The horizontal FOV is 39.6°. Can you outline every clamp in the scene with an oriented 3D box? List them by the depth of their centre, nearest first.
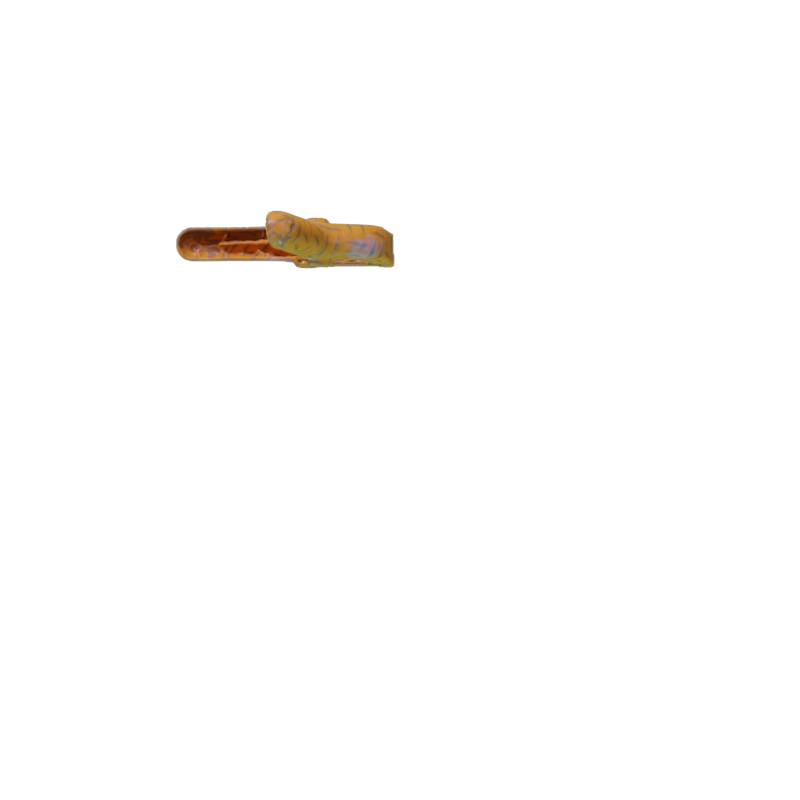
[{"bbox_3d":[-0.063,-0.115,0.806,0.166,0.039,0.125,-5,8,-33],"label":"clamp"}]
